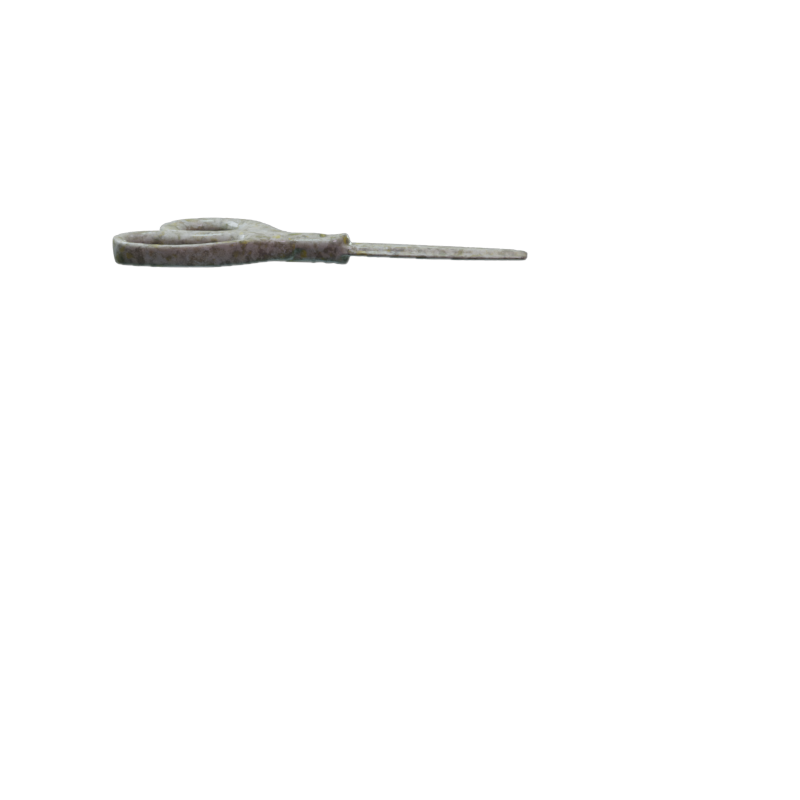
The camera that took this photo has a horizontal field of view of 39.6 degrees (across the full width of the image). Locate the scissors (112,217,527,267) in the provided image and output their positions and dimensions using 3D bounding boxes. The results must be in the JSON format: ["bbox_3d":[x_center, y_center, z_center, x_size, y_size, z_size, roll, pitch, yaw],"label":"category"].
[{"bbox_3d":[-0.045,-0.082,0.572,0.201,0.015,0.100,-1,18,-4],"label":"scissors"}]
